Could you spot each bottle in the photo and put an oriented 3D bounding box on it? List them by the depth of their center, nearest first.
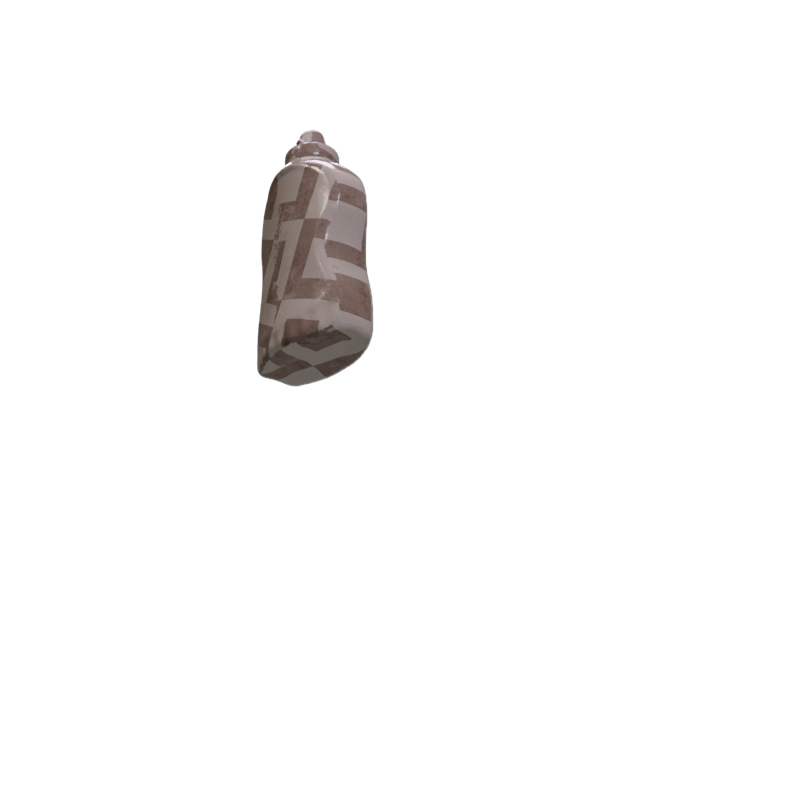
[{"bbox_3d":[-0.063,-0.114,0.794,0.055,0.204,0.095,20,-37,-32],"label":"bottle"}]
